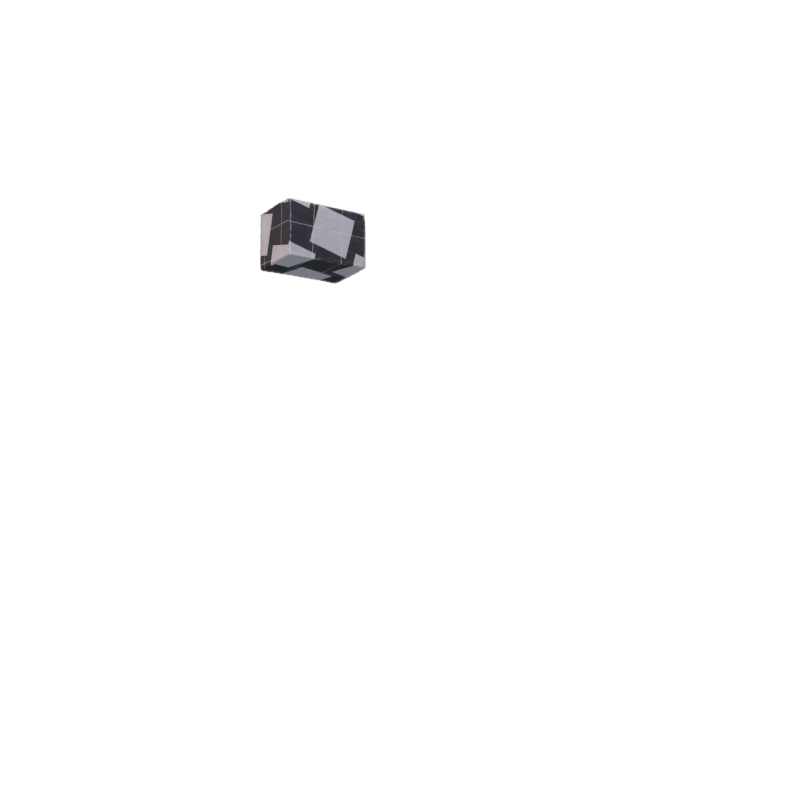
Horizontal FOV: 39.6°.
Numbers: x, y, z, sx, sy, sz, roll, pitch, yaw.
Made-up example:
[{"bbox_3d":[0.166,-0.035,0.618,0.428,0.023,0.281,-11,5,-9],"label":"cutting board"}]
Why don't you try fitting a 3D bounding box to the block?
[{"bbox_3d":[-0.075,-0.136,0.952,0.074,0.053,0.053,9,-18,-32],"label":"block"}]
